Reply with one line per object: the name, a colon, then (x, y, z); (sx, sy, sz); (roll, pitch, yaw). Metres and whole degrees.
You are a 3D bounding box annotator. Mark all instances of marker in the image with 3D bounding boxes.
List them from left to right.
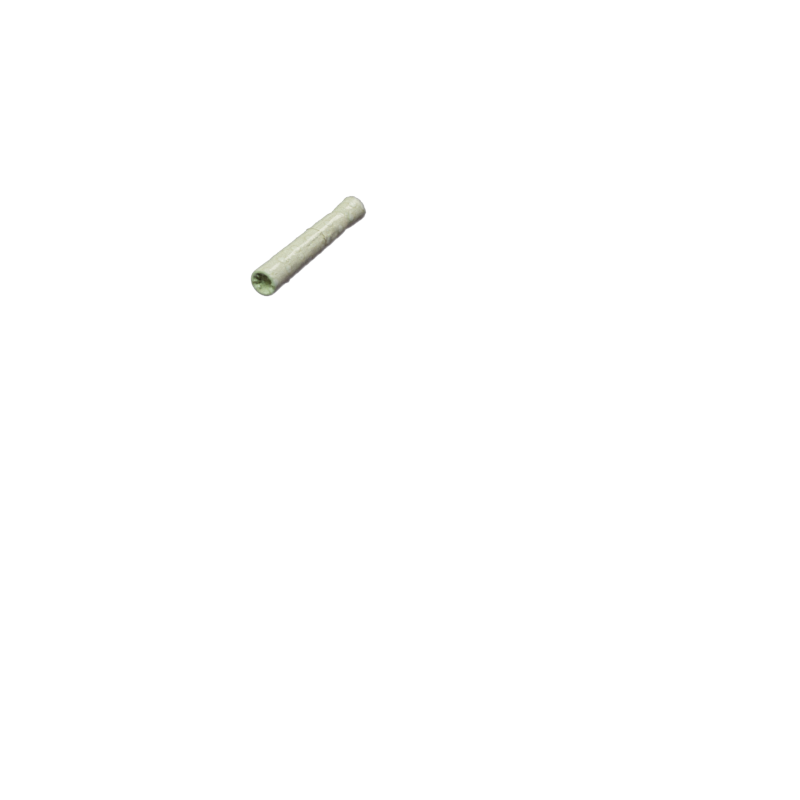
marker: (-0.057, -0.104, 0.731); (0.020, 0.019, 0.123); (2, 32, 32)
